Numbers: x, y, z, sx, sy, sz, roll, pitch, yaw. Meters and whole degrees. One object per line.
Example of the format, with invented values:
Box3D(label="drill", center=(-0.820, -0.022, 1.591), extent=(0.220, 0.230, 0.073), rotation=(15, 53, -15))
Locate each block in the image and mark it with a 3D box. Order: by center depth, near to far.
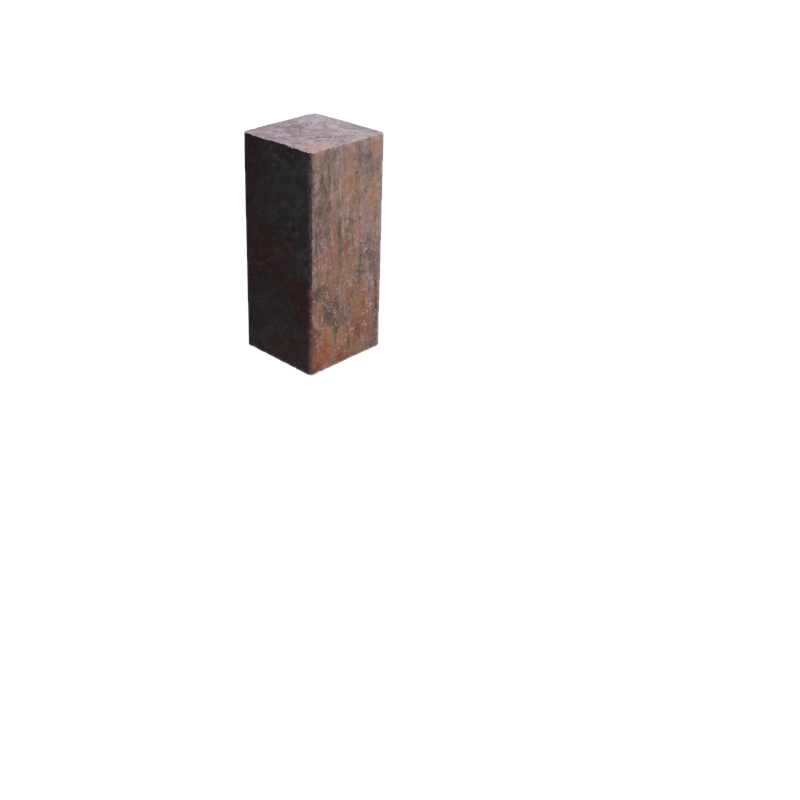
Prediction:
Box3D(label="block", center=(-0.078, -0.143, 0.998), extent=(0.096, 0.196, 0.090), rotation=(23, 32, 38))
